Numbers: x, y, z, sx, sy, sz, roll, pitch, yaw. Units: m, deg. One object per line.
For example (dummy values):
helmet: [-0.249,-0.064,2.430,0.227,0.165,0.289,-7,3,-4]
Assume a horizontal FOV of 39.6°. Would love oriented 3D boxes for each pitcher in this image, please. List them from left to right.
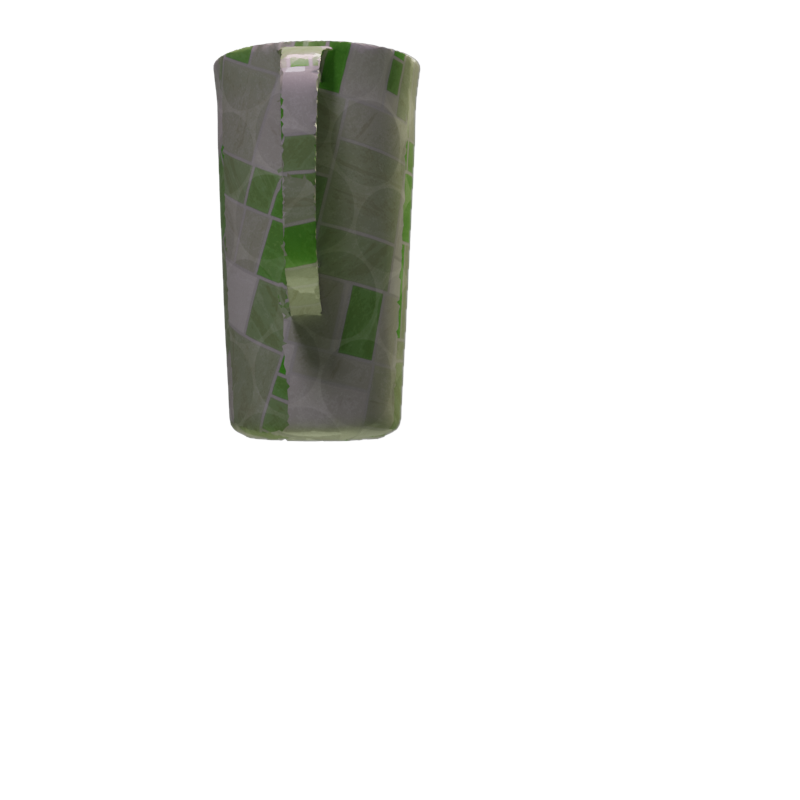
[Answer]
pitcher: [-0.054,-0.099,0.696,0.143,0.246,0.150,3,-5,-43]
